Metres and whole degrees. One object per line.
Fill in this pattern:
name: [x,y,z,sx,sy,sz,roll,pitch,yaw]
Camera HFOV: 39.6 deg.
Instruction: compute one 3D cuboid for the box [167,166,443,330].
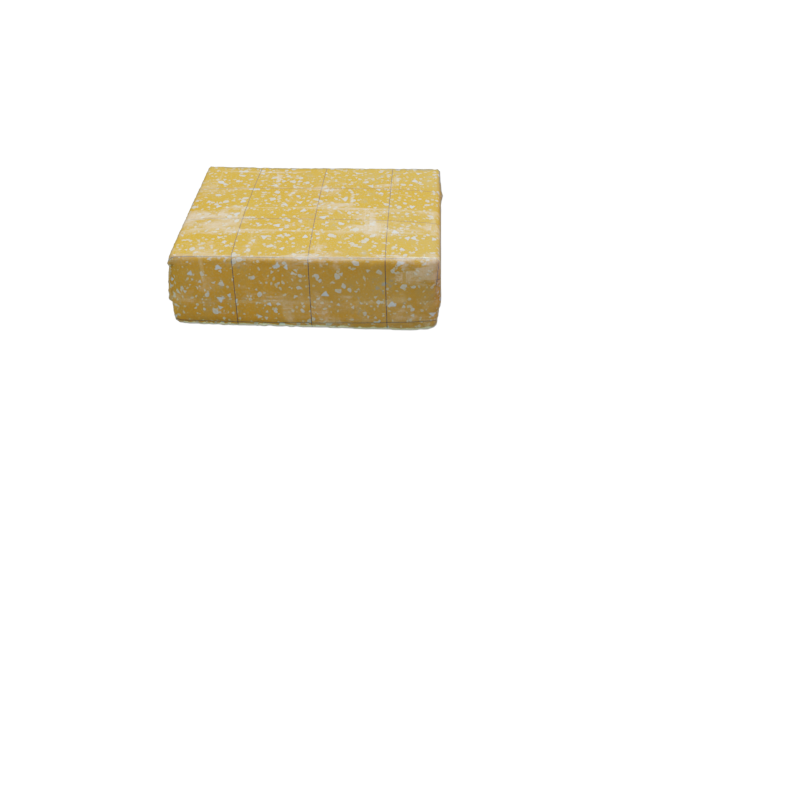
box: [-0.038,-0.070,0.490,0.114,0.036,0.095,3,34,3]
